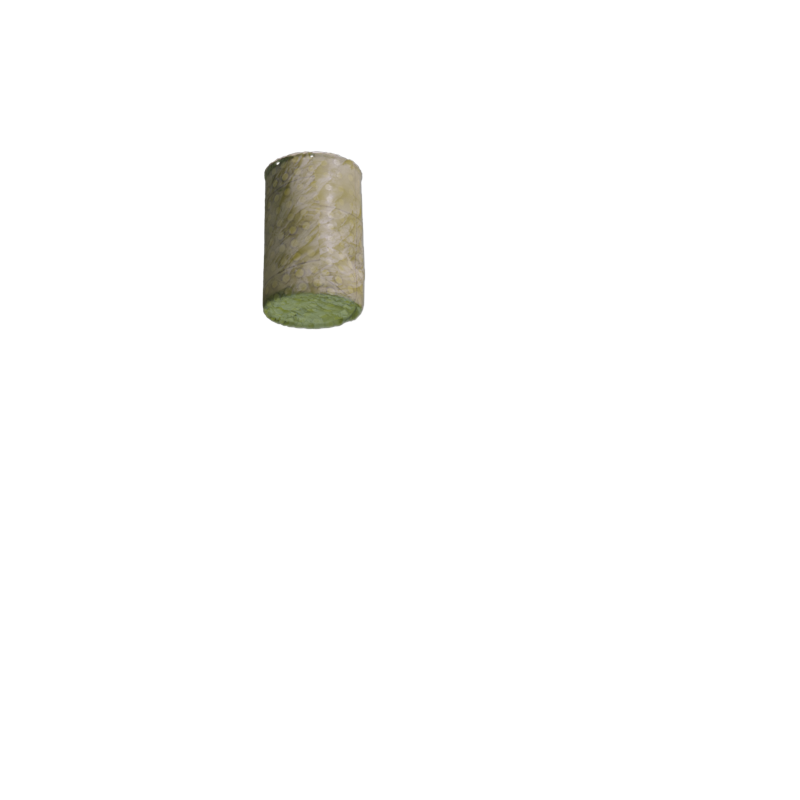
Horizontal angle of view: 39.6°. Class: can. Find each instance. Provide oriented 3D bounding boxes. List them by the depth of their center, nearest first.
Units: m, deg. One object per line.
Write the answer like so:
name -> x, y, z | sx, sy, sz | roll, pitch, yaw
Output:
can -> -0.058, -0.106, 0.745 | 0.068, 0.108, 0.065 | 0, -21, -2
